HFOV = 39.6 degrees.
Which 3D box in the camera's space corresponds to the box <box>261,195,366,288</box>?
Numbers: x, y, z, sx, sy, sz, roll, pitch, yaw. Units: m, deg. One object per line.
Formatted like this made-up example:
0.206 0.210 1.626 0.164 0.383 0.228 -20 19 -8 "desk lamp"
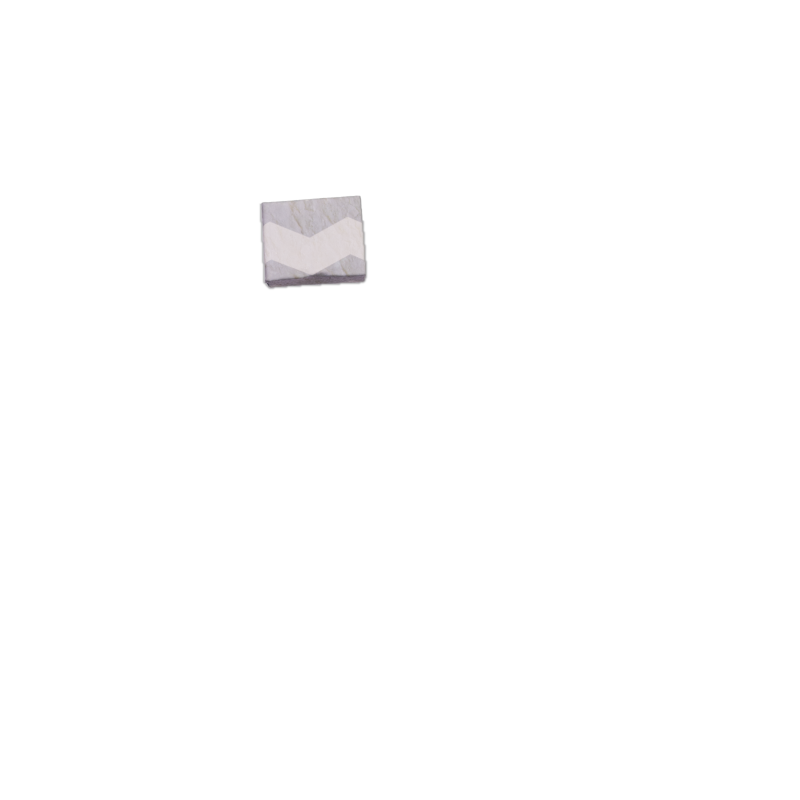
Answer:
-0.076 -0.139 0.972 0.089 0.076 0.029 -4 -15 -1 "box"
